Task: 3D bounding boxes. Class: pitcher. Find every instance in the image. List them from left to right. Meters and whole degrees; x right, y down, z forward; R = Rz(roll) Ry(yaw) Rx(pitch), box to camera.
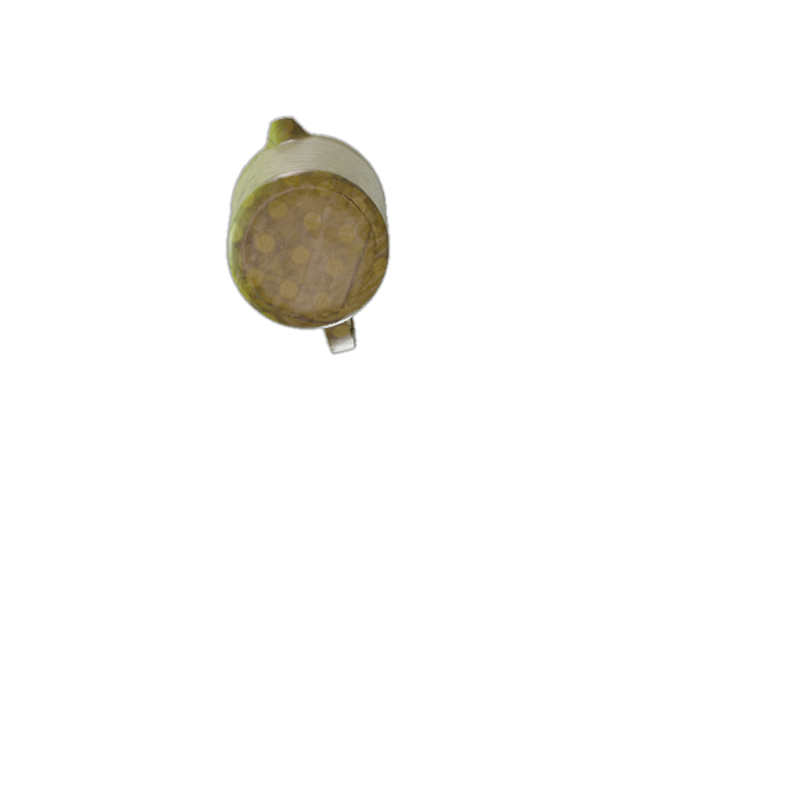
[{"bbox_3d":[-0.066,-0.121,0.844,0.147,0.143,0.251,29,11,-10],"label":"pitcher"}]
